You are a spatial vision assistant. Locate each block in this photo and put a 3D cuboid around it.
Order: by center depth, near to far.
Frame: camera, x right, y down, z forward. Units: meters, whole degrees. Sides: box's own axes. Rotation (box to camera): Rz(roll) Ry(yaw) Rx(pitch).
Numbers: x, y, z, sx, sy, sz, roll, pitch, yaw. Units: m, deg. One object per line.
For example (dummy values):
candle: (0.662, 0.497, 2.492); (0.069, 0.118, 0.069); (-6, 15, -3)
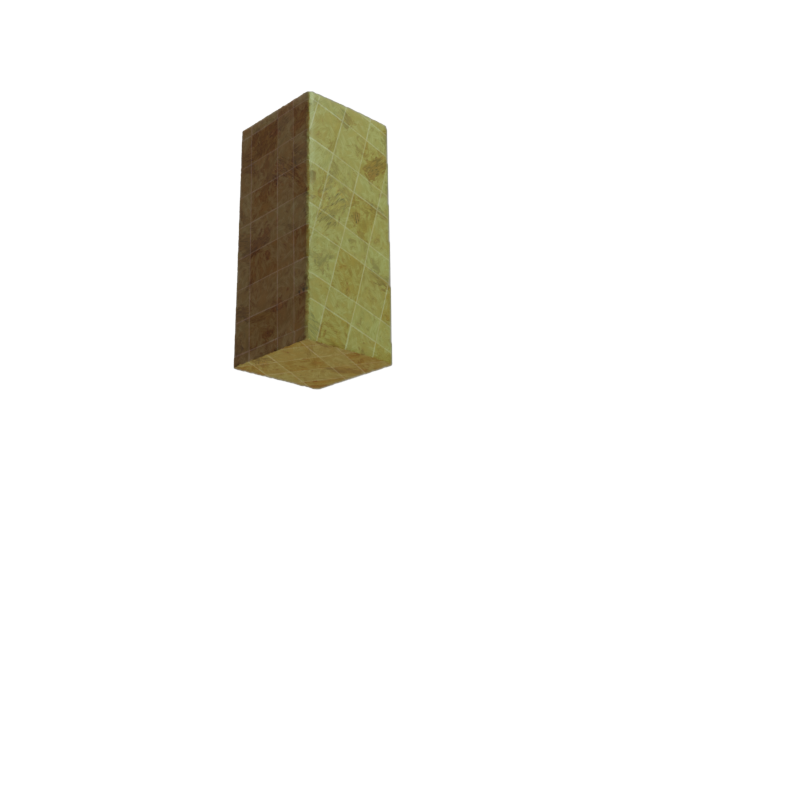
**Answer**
block: (-0.068, -0.125, 0.878); (0.085, 0.217, 0.091); (18, -30, -40)
